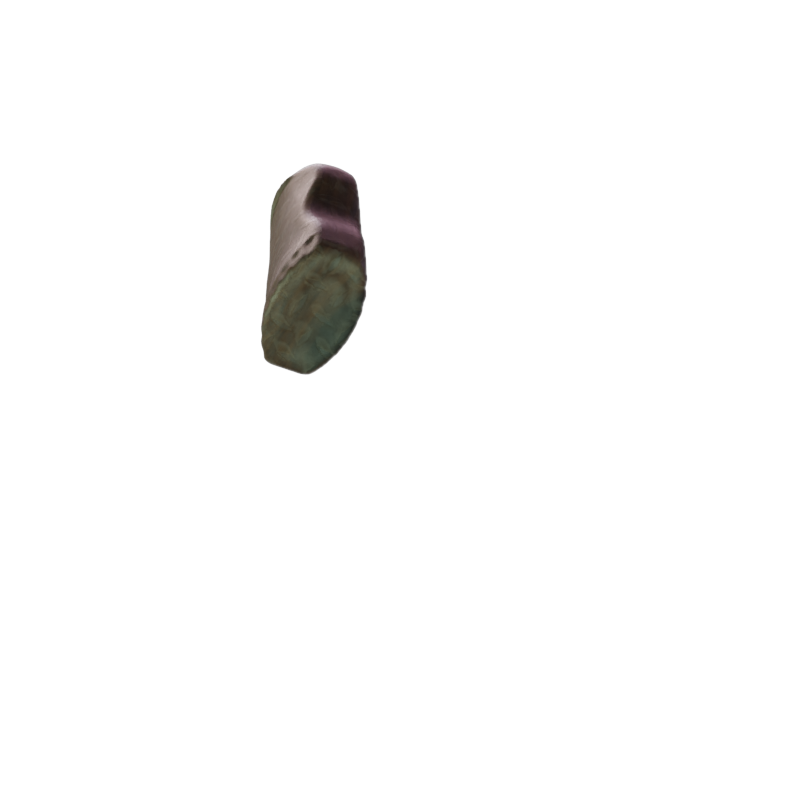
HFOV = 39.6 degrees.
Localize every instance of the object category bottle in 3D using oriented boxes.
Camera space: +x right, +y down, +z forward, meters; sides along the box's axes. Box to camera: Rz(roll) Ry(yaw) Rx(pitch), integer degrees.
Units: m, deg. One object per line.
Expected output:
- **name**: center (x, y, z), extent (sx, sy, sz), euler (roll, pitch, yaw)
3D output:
- **bottle**: center (-0.061, -0.110, 0.767), extent (0.057, 0.092, 0.205), euler (17, 32, -15)
